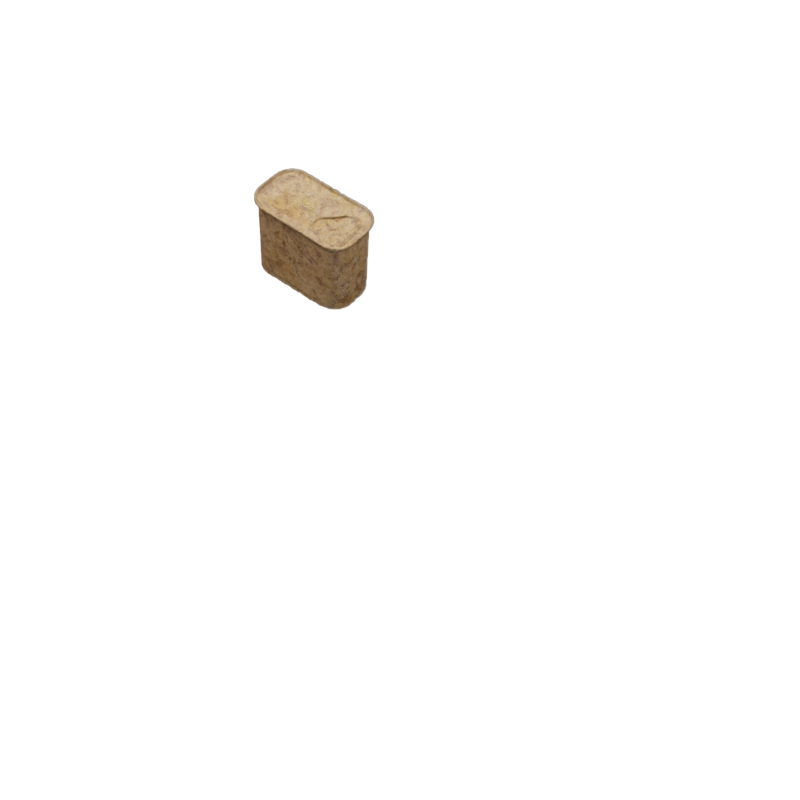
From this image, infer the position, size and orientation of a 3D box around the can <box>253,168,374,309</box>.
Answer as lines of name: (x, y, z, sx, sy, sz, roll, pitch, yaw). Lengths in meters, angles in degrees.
can: (-0.073, -0.134, 0.940, 0.108, 0.078, 0.058, 33, 56, 23)
